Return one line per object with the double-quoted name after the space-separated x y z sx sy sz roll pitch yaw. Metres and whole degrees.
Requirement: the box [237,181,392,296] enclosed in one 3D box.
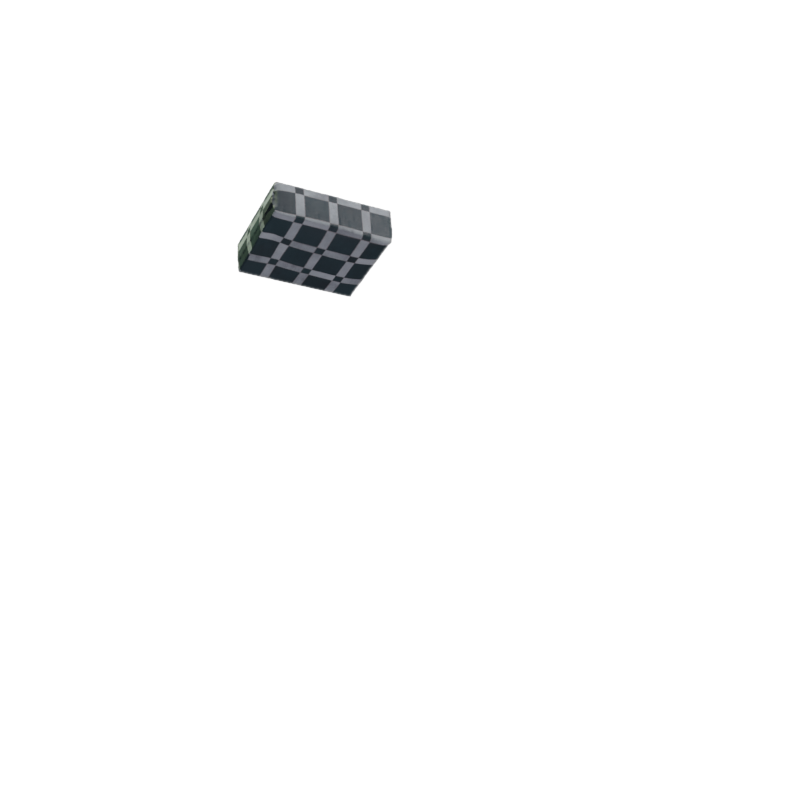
-0.076 -0.139 0.971 0.110 0.042 0.087 14 -37 -20 "box"
